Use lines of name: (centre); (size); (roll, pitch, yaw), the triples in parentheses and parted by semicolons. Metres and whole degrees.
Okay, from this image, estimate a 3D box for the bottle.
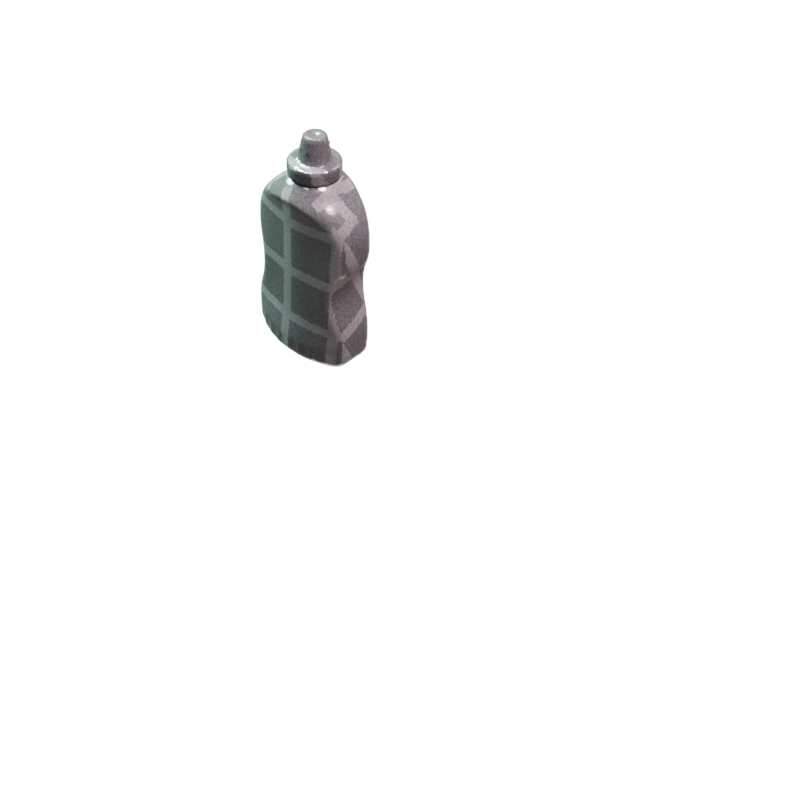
bottle: (-0.066, -0.122, 0.852); (0.058, 0.179, 0.103); (-30, 50, -33)
